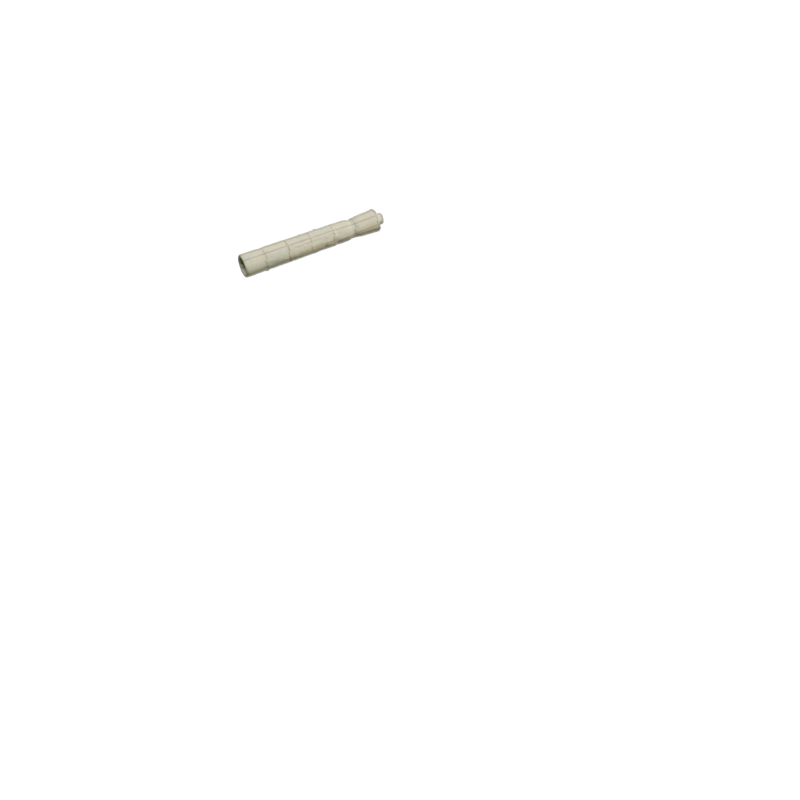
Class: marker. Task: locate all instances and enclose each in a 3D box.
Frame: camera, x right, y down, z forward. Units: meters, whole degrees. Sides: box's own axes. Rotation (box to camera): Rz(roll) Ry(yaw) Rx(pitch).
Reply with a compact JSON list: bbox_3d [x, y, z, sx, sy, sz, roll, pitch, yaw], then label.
[{"bbox_3d":[-0.068,-0.124,0.867,0.120,0.019,0.020,-22,11,-17],"label":"marker"}]
